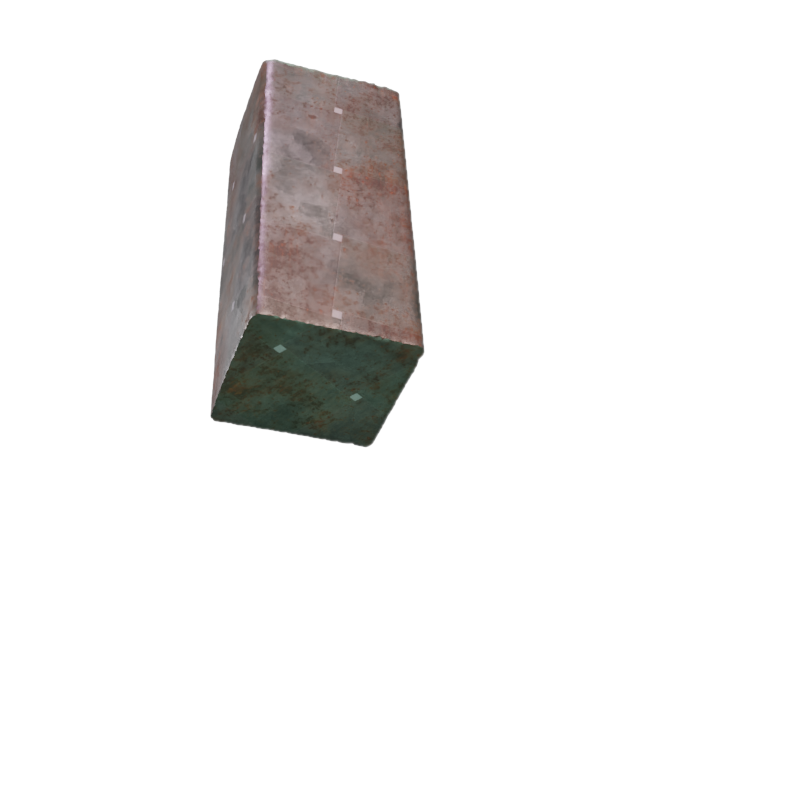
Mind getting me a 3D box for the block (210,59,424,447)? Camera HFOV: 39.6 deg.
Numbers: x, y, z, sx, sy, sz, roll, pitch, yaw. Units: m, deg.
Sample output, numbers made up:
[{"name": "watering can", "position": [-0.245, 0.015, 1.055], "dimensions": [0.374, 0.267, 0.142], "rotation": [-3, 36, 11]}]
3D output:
[{"name": "block", "position": [-0.049, -0.090, 0.630], "dimensions": [0.088, 0.221, 0.086], "rotation": [11, -44, -15]}]
